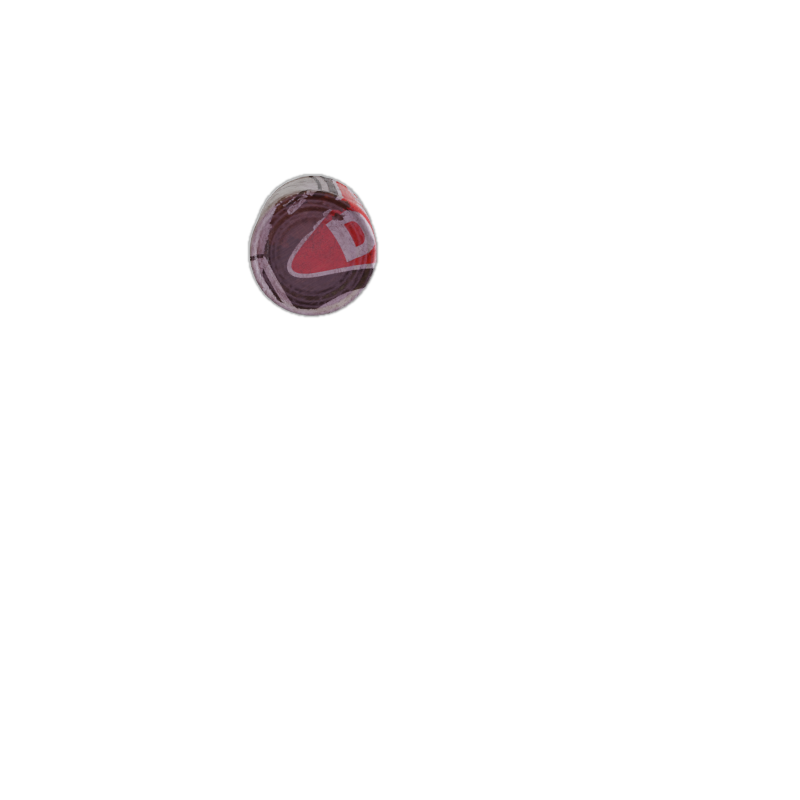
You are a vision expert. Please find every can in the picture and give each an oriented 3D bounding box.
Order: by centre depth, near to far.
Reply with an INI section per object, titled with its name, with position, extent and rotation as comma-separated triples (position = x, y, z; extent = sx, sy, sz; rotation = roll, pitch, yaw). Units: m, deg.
[can]
position = -0.048, -0.088, 0.617
extent = 0.068, 0.067, 0.105
rotation = 0, 13, -3
